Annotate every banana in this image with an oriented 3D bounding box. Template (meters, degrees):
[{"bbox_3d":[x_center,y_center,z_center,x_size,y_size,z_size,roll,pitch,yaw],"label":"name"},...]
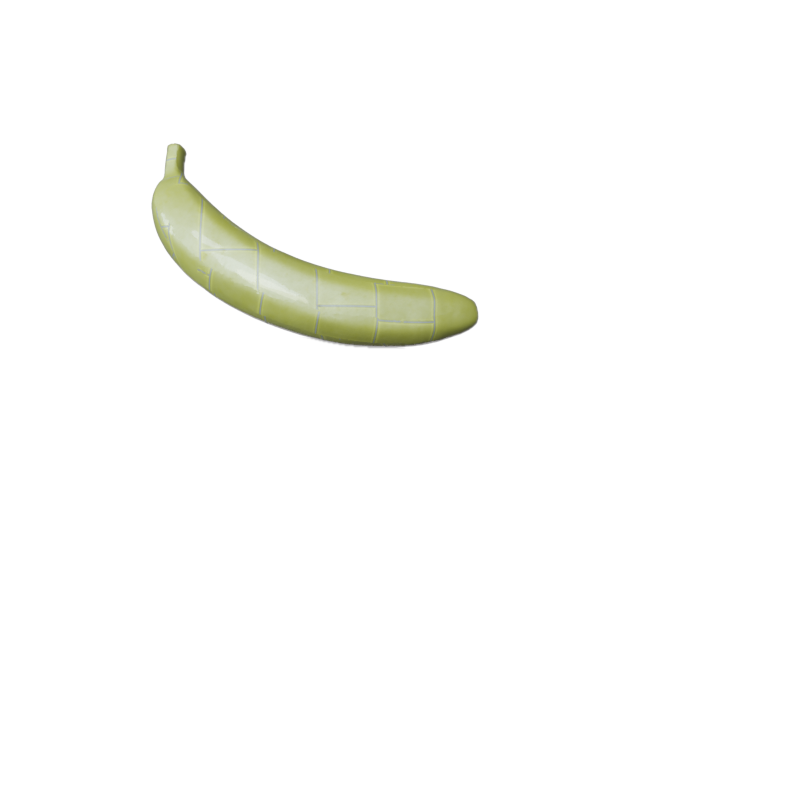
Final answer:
[{"bbox_3d":[-0.058,-0.070,0.582,0.203,0.071,0.035,30,-19,12],"label":"banana"}]
